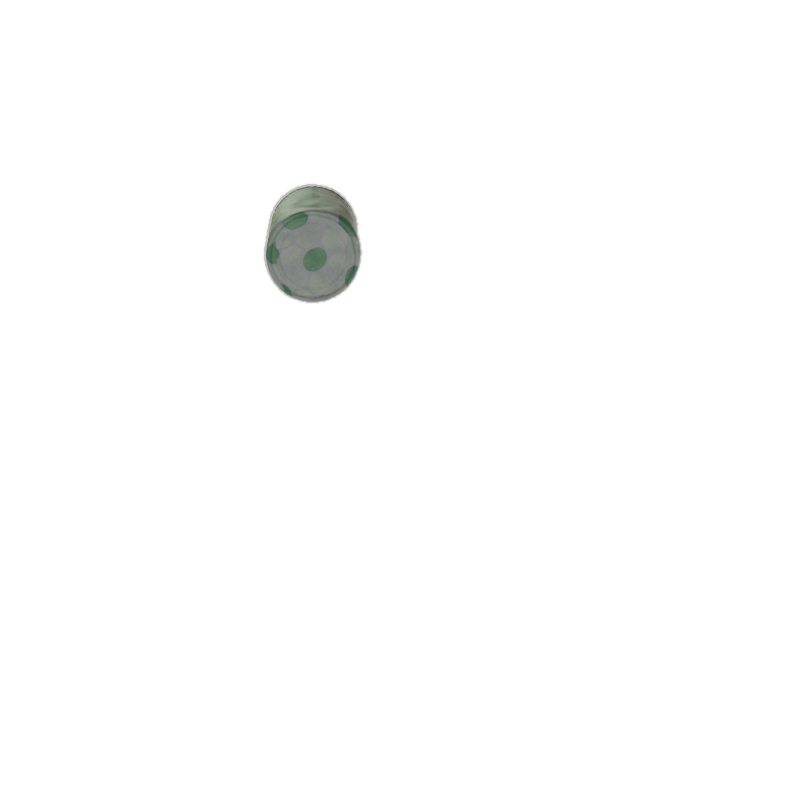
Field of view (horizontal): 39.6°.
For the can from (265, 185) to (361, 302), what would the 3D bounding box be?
[{"bbox_3d":[-0.064,-0.116,0.812,0.068,0.066,0.106,0,17,-3],"label":"can"}]
